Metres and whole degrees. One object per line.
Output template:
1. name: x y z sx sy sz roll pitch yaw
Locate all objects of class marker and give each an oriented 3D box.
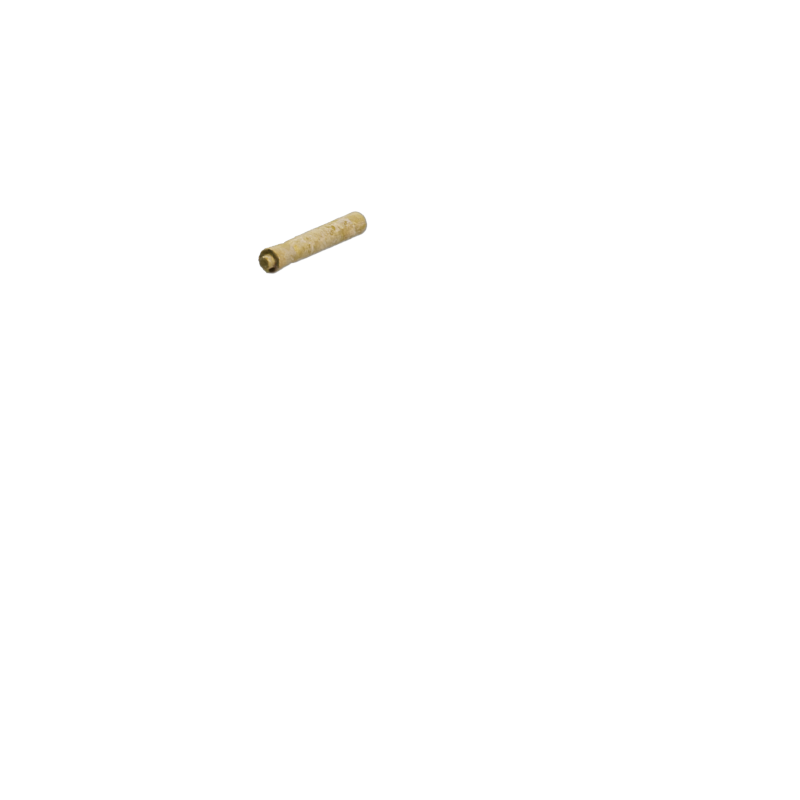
1. marker: -0.064 -0.116 0.816 0.020 0.019 0.121 2 22 32
